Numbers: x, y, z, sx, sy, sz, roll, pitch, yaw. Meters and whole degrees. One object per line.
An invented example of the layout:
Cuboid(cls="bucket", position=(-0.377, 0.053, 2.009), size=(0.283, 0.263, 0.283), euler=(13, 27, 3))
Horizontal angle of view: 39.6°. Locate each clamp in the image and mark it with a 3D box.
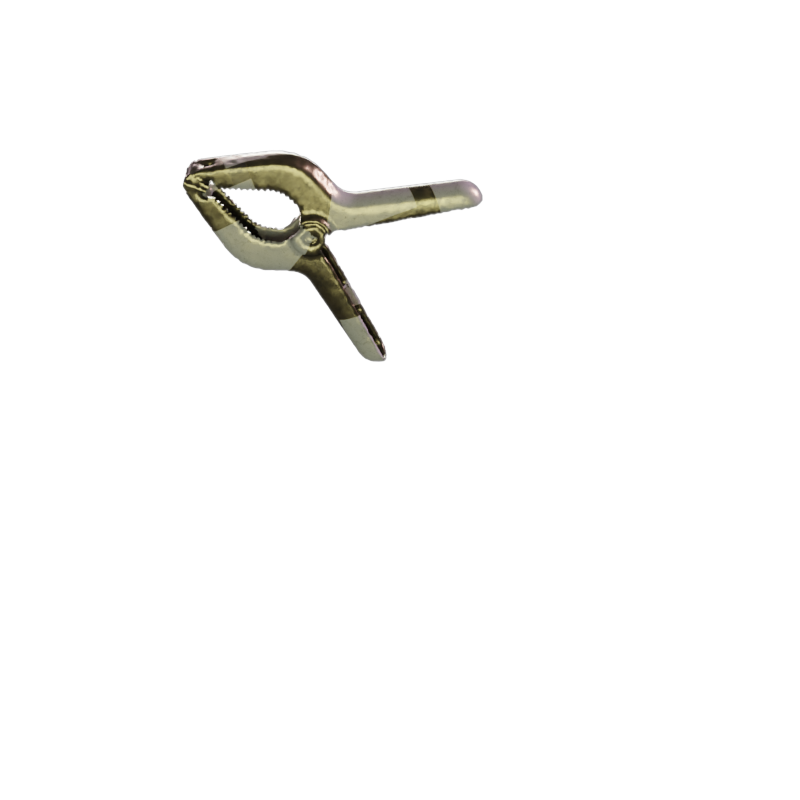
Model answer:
Cuboid(cls="clamp", position=(-0.065, -0.118, 0.825), size=(0.206, 0.158, 0.038), euler=(17, 26, -9))
